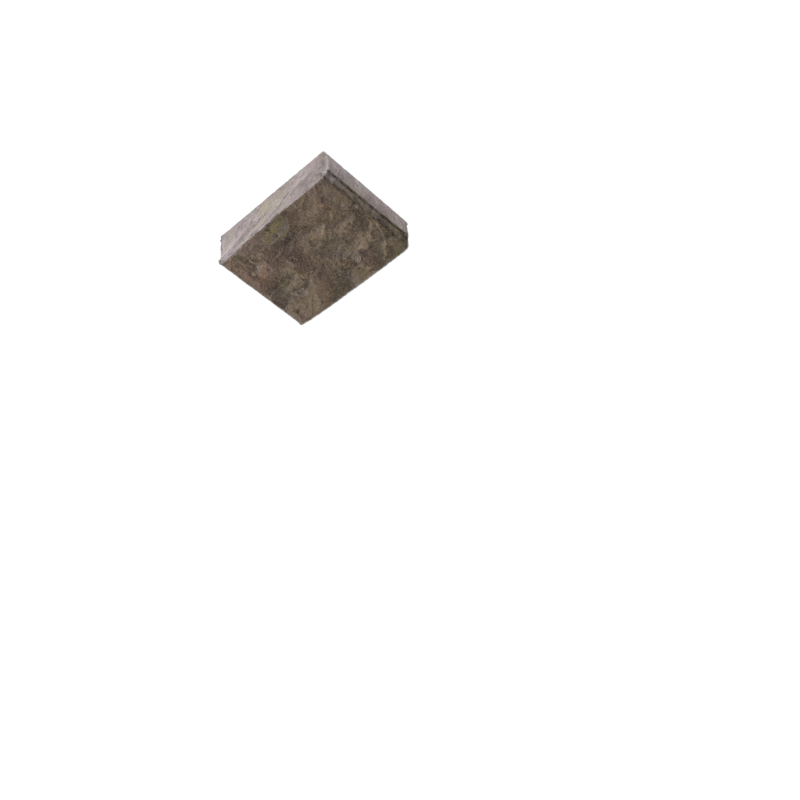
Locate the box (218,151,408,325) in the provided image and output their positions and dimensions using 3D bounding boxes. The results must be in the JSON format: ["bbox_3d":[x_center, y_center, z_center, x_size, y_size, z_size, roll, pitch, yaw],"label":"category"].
[{"bbox_3d":[-0.064,-0.116,0.815,0.112,0.042,0.085,-36,-59,25],"label":"box"}]
